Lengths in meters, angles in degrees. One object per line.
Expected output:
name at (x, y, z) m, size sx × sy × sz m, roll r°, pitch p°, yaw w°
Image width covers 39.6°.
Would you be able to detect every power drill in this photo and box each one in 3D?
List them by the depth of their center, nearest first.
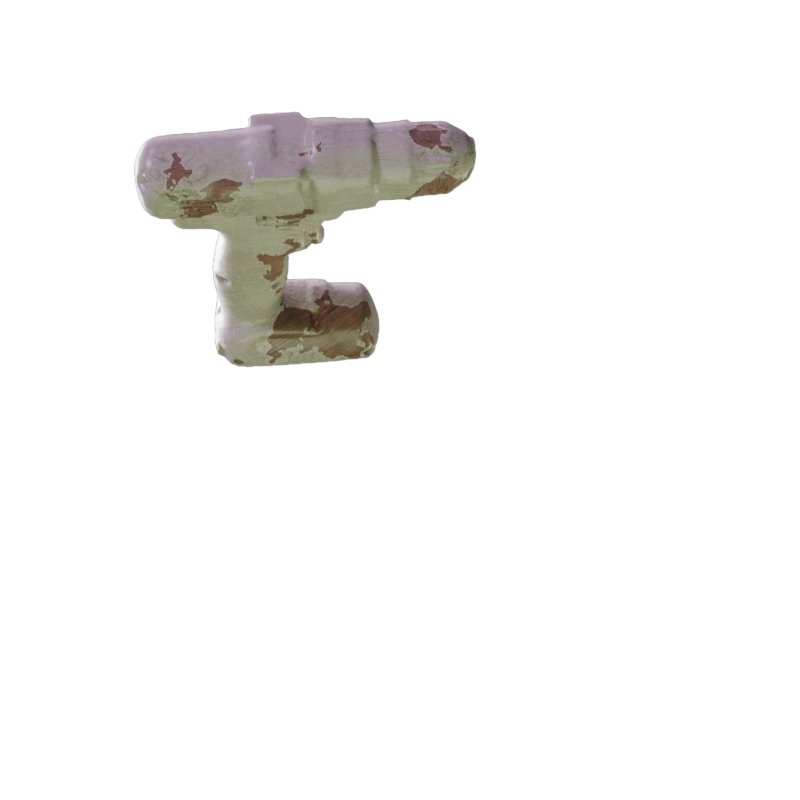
power drill at (-0.051, -0.094, 0.655) m, size 0.185 × 0.061 × 0.175 m, roll -1°, pitch -34°, yaw 2°
